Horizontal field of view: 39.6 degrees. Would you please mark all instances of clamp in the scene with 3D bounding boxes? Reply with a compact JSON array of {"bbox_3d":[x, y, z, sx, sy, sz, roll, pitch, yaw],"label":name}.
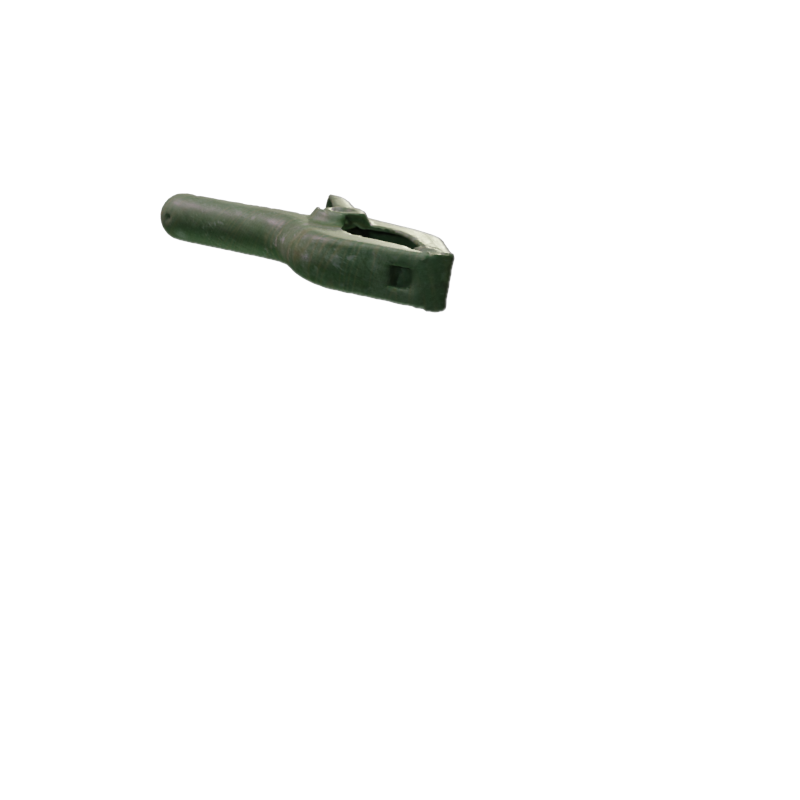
[{"bbox_3d":[-0.044,-0.080,0.558,0.117,0.038,0.182,-9,21,-27],"label":"clamp"}]
